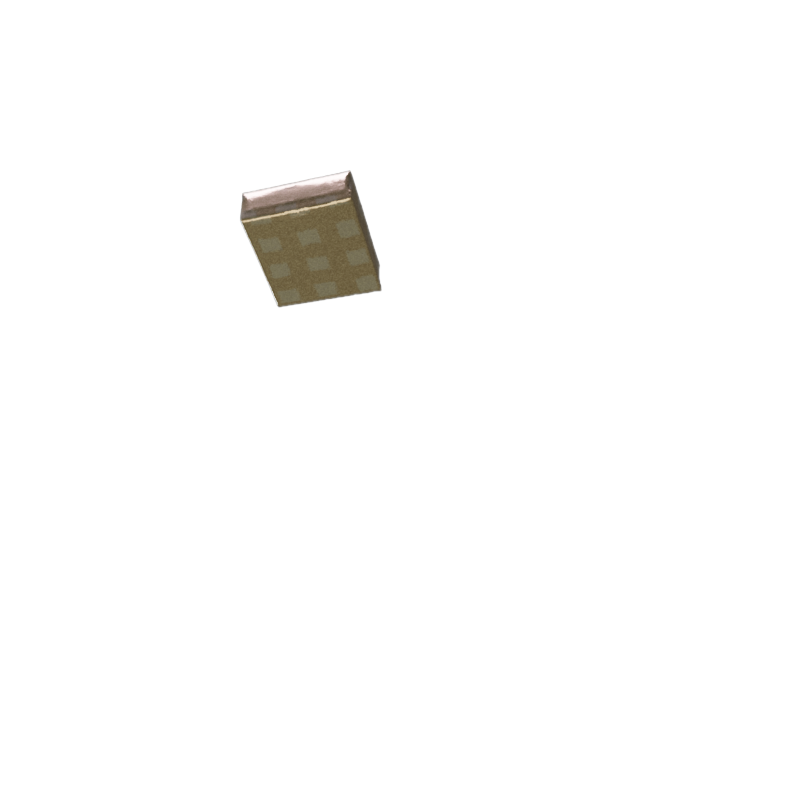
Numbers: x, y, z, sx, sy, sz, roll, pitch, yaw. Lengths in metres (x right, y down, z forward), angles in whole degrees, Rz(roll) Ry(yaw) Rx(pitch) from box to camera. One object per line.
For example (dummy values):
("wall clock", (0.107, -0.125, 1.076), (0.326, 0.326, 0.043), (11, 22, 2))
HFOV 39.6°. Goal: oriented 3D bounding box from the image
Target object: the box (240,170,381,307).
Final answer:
("box", (-0.057, -0.104, 0.726), (0.074, 0.032, 0.082), (-10, -42, 10))
